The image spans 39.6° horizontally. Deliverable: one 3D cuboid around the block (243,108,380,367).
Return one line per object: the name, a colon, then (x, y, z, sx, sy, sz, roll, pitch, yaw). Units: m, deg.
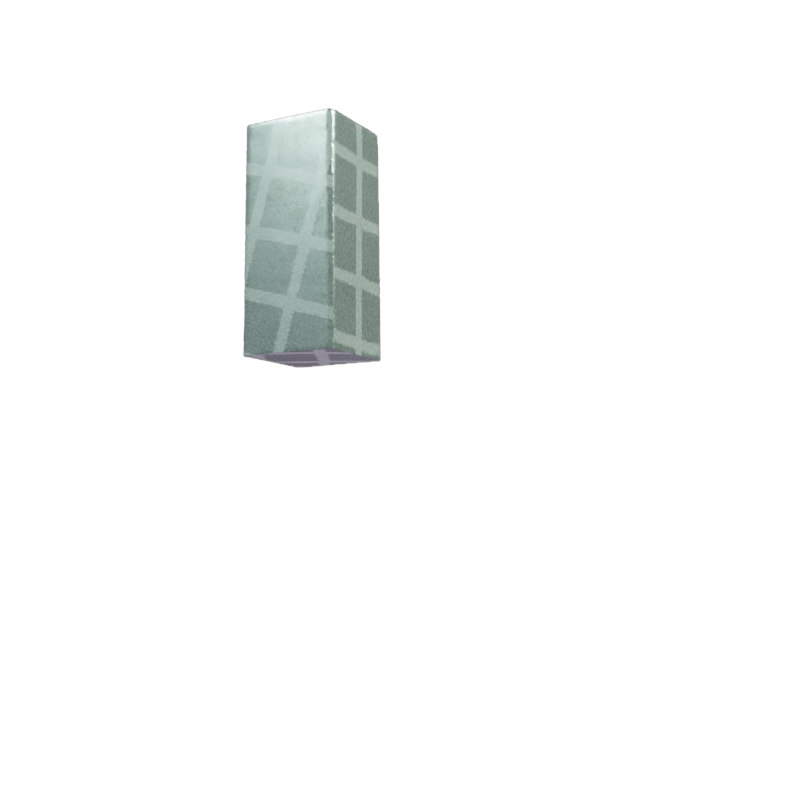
block: (-0.076, -0.139, 0.971, 0.092, 0.213, 0.086, -7, -14, 28)
